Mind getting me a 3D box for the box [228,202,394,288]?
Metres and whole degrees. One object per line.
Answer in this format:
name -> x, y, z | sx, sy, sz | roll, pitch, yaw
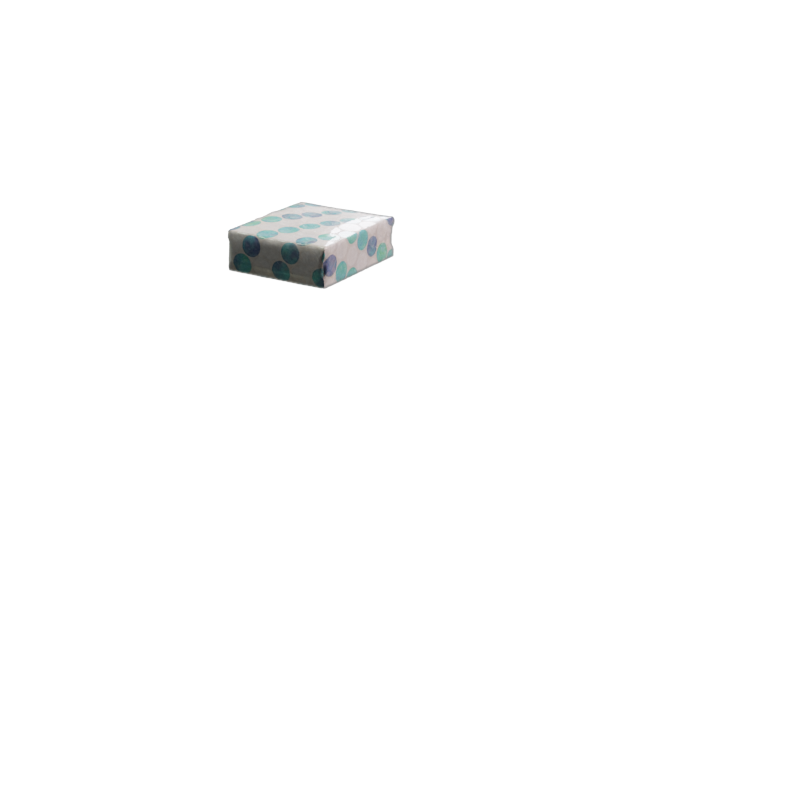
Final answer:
box -> -0.056, -0.102, 0.711 | 0.076, 0.029, 0.089 | 13, 26, 28
